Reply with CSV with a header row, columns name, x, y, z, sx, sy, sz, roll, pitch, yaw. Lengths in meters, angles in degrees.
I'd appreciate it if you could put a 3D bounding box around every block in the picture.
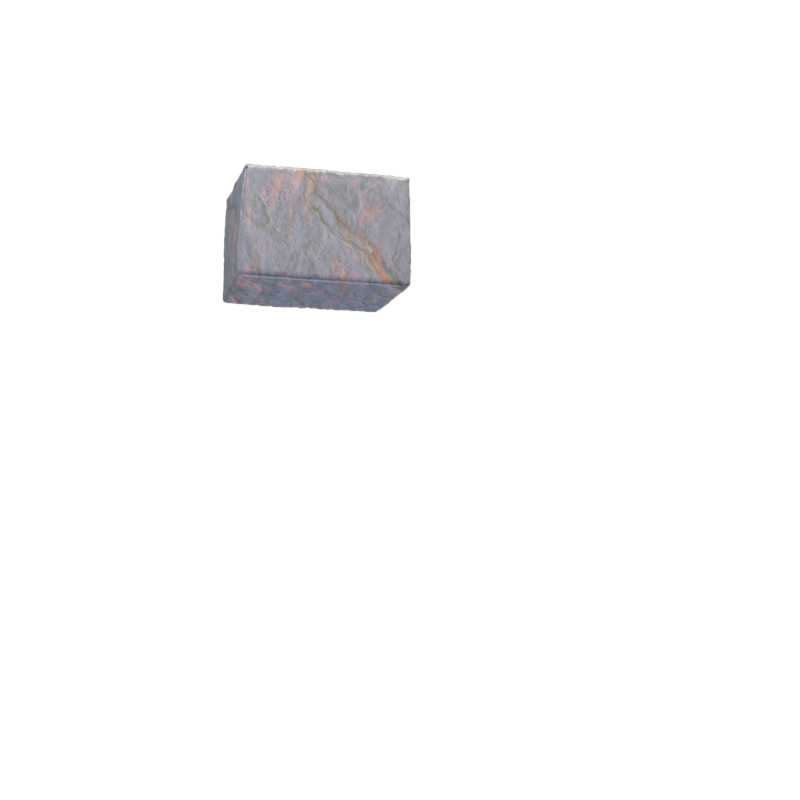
name,x,y,z,sx,sy,sz,roll,pitch,yaw
block,-0.040,-0.072,0.505,0.076,0.053,0.052,3,-14,-15
